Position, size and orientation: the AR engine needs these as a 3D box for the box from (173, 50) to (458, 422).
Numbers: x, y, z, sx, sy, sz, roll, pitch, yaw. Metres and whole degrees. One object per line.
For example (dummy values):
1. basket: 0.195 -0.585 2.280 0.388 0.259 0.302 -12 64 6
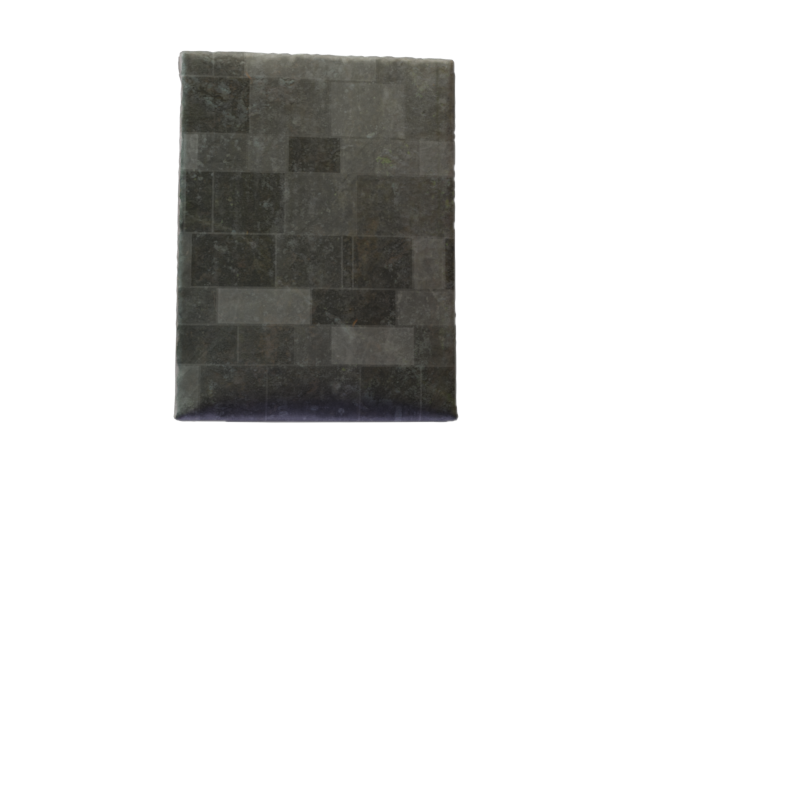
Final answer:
1. box: -0.052 -0.095 0.666 0.162 0.217 0.071 0 -6 -7
